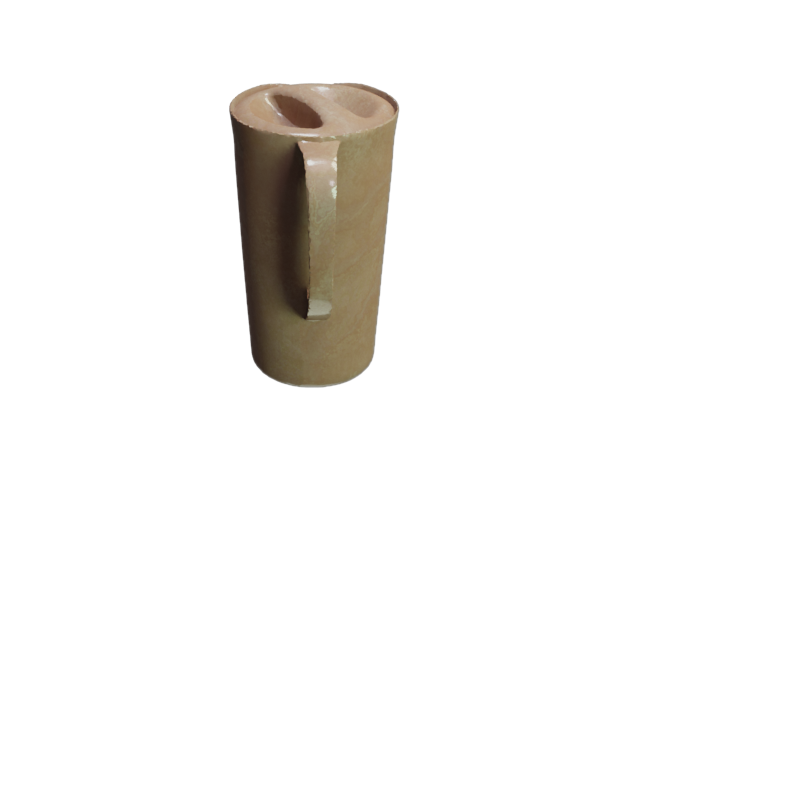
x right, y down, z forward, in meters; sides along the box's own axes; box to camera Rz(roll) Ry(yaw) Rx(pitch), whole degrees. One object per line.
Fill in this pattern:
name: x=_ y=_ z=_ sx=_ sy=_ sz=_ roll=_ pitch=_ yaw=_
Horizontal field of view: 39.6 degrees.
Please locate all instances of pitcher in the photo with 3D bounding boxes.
pitcher: x=-0.071 y=-0.130 z=0.911 sx=0.153 sy=0.229 sz=0.149 roll=22 pitch=35 yaw=32
